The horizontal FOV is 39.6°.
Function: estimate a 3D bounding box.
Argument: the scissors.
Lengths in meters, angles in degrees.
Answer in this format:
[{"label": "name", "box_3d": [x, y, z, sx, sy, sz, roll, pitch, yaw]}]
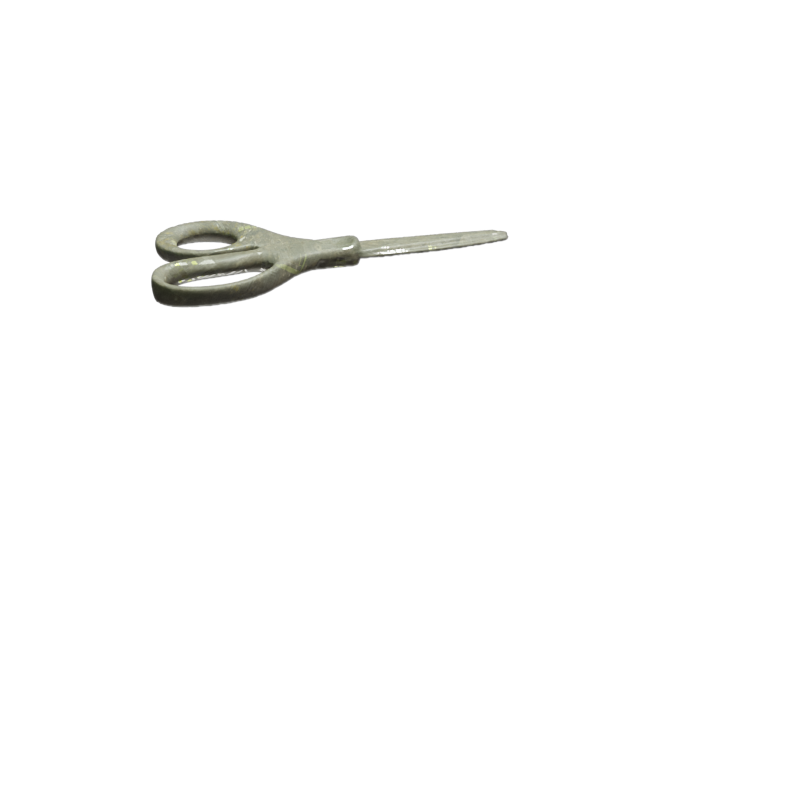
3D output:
[{"label": "scissors", "box_3d": [-0.049, -0.089, 0.622, 0.198, 0.015, 0.103, -17, 34, -26]}]
